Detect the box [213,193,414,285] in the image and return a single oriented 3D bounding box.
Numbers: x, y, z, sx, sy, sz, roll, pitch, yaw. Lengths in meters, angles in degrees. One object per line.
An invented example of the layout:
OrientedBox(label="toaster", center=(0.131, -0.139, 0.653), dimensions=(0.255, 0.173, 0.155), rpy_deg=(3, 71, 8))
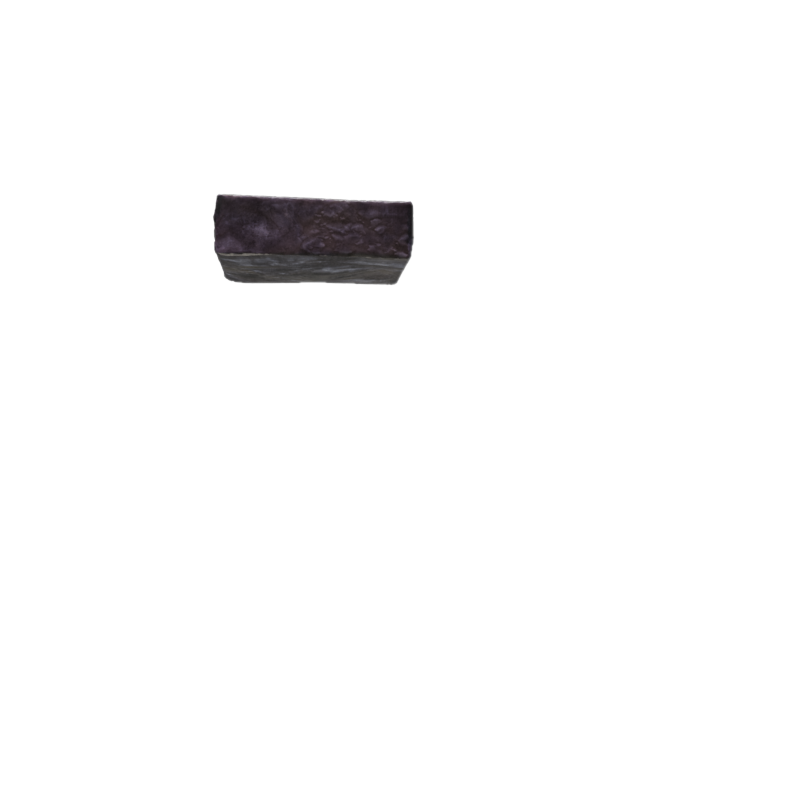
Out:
OrientedBox(label="box", center=(-0.052, -0.094, 0.658), dimensions=(0.113, 0.040, 0.088), rpy_deg=(0, -6, -3))
